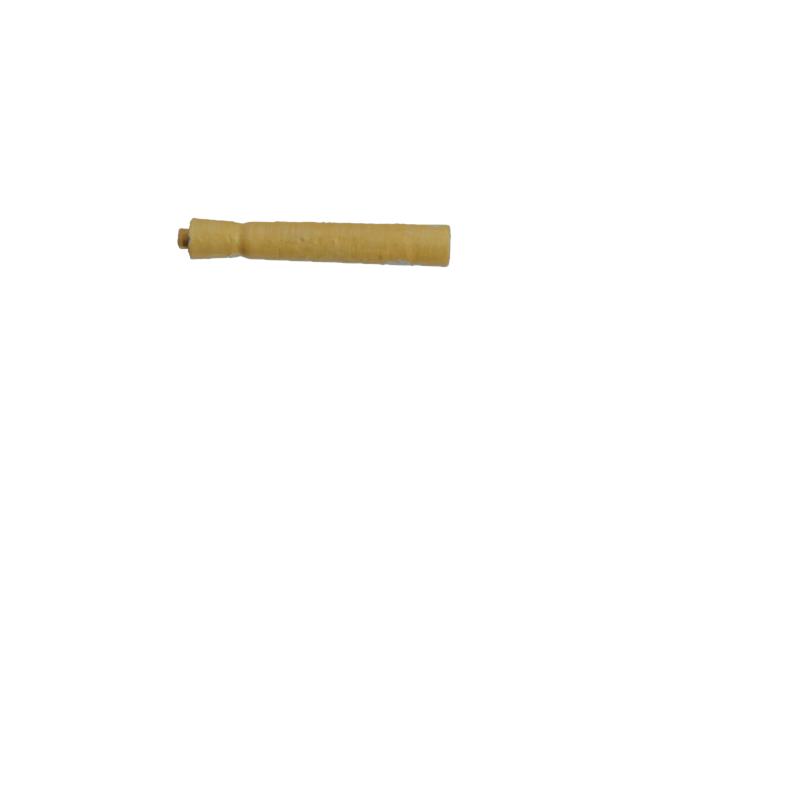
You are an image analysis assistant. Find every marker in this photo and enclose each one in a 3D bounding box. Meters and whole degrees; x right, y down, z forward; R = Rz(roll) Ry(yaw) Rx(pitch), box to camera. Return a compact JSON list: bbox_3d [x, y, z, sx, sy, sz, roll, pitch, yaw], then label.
[{"bbox_3d":[-0.039,-0.071,0.495,0.121,0.020,0.020,2,4,3],"label":"marker"}]
